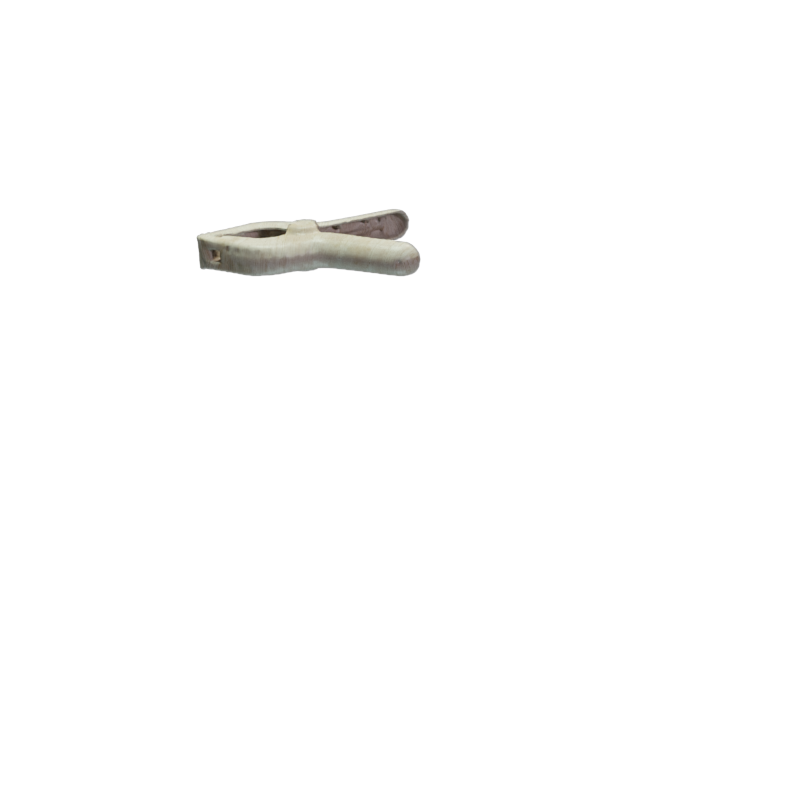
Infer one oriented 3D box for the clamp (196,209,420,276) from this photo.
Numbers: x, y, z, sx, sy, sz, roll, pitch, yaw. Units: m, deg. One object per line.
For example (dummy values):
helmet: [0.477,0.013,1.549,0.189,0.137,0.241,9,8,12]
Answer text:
clamp: [-0.067,-0.122,0.857,0.173,0.038,0.123,2,17,7]
